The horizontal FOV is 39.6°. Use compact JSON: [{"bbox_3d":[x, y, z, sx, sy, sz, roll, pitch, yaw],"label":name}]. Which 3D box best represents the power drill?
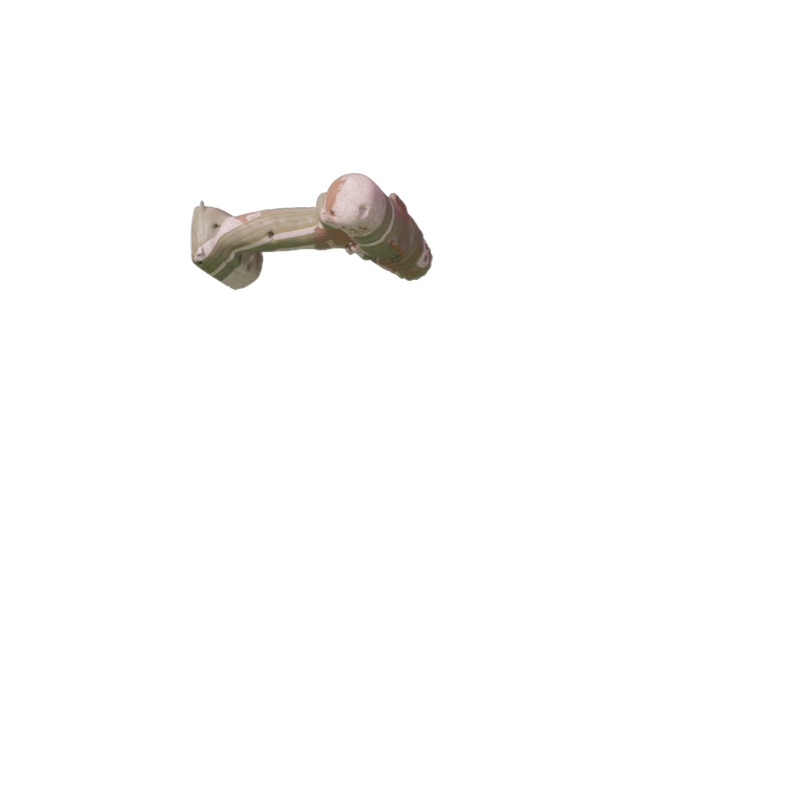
[{"bbox_3d":[-0.077,-0.141,0.985,0.191,0.060,0.173,-6,-18,20],"label":"power drill"}]
